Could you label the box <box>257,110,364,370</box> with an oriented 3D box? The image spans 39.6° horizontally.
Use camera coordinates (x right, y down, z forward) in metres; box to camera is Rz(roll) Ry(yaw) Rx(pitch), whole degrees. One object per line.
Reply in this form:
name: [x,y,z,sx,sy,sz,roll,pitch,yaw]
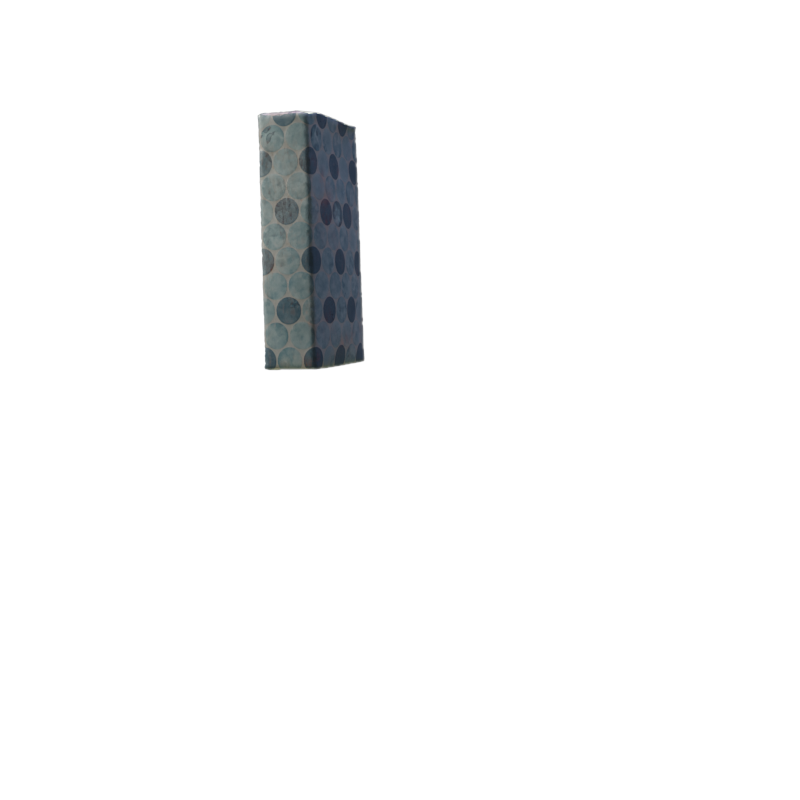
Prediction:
box: [-0.061,-0.113,0.788,0.049,0.177,0.091,0,0,20]
